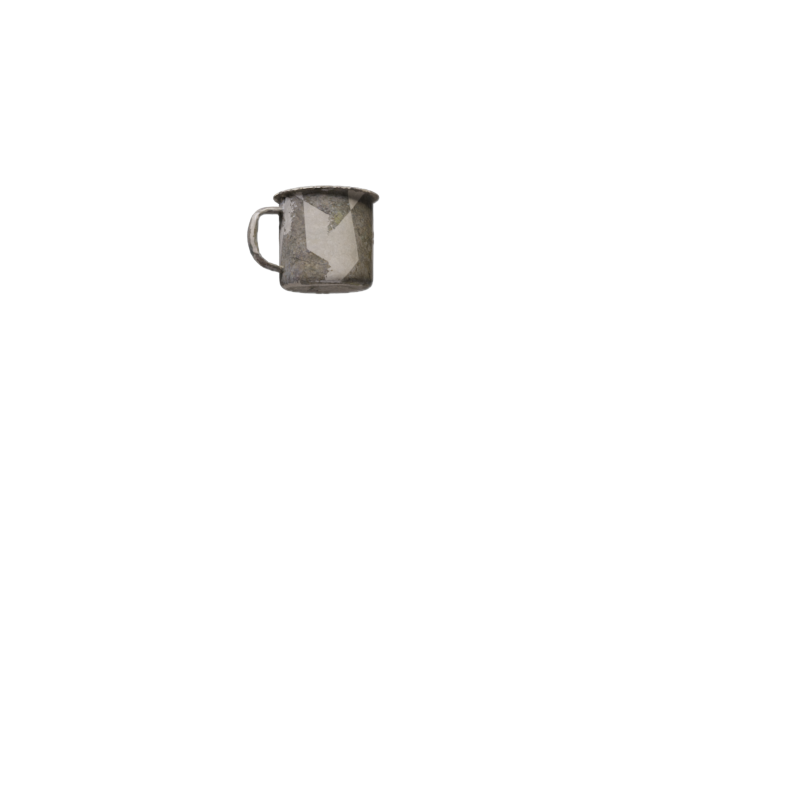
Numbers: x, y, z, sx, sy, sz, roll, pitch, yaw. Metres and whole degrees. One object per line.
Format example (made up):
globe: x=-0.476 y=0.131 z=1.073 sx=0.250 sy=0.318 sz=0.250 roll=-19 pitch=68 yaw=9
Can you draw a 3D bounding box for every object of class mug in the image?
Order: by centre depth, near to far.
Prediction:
mug: x=-0.075 y=-0.137 z=0.956 sx=0.114 sy=0.083 sz=0.094 roll=2 pitch=-6 yaw=-23
